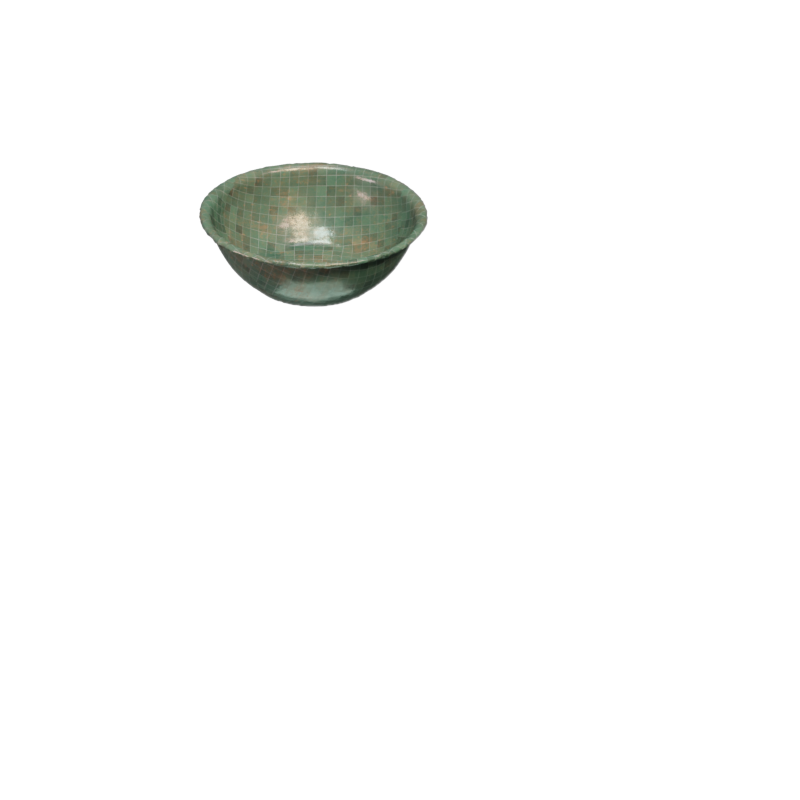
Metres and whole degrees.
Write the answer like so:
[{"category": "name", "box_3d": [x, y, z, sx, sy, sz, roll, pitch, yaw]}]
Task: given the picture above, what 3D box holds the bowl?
[{"category": "bowl", "box_3d": [-0.062, -0.114, 0.796, 0.162, 0.052, 0.173, -1, 34, -2]}]
